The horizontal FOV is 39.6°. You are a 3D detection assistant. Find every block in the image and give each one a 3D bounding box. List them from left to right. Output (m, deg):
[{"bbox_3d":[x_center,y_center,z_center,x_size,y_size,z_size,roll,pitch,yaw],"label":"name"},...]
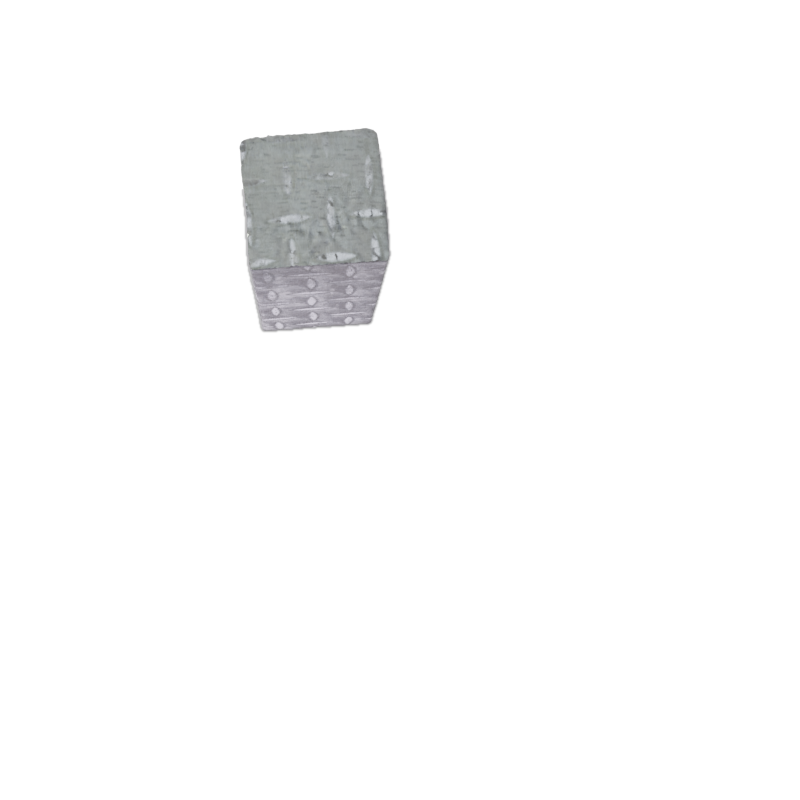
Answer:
[{"bbox_3d":[-0.062,-0.114,0.796,0.090,0.093,0.201,-5,-8,-4],"label":"block"}]
